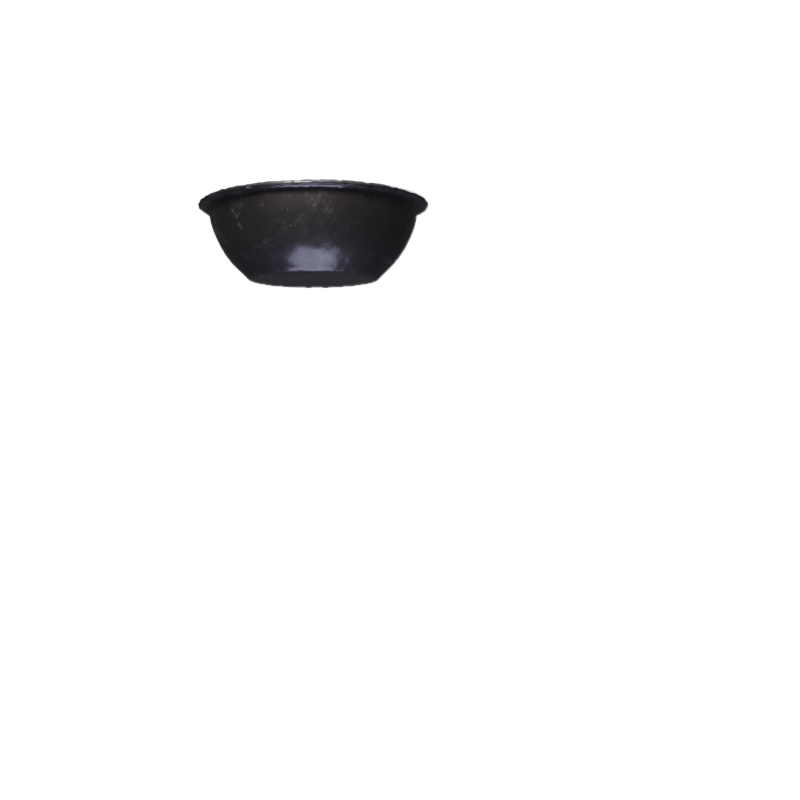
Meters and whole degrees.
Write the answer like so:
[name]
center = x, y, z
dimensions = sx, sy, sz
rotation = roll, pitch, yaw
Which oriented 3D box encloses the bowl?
[bowl]
center = -0.061, -0.111, 0.777
dimensions = 0.162, 0.056, 0.160
rotation = 0, -2, -2
